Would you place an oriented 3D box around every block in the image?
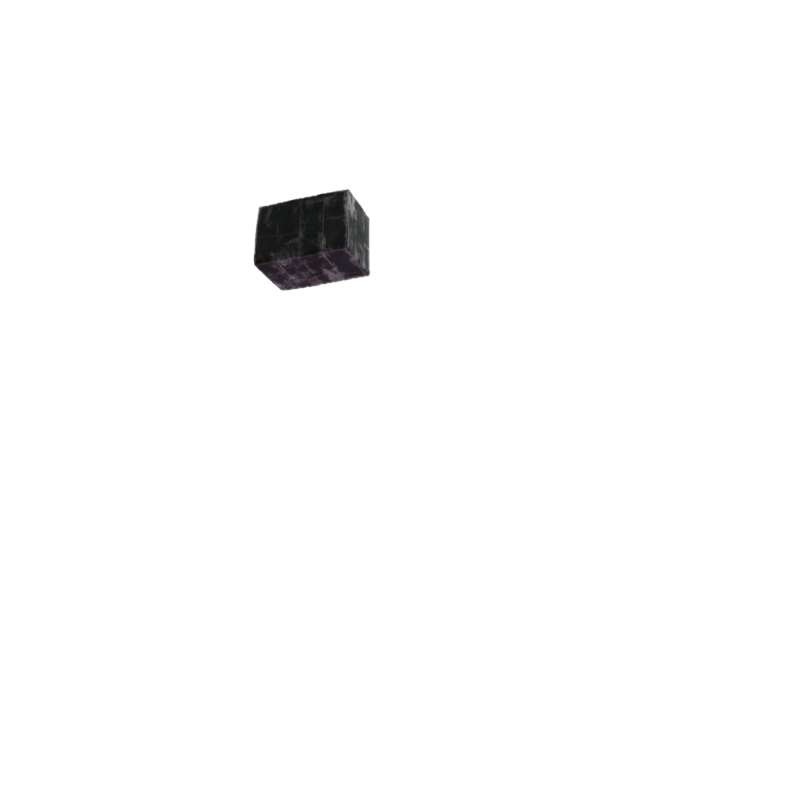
[{"bbox_3d":[-0.067,-0.123,0.859,0.079,0.054,0.049,-9,-25,18],"label":"block"}]
